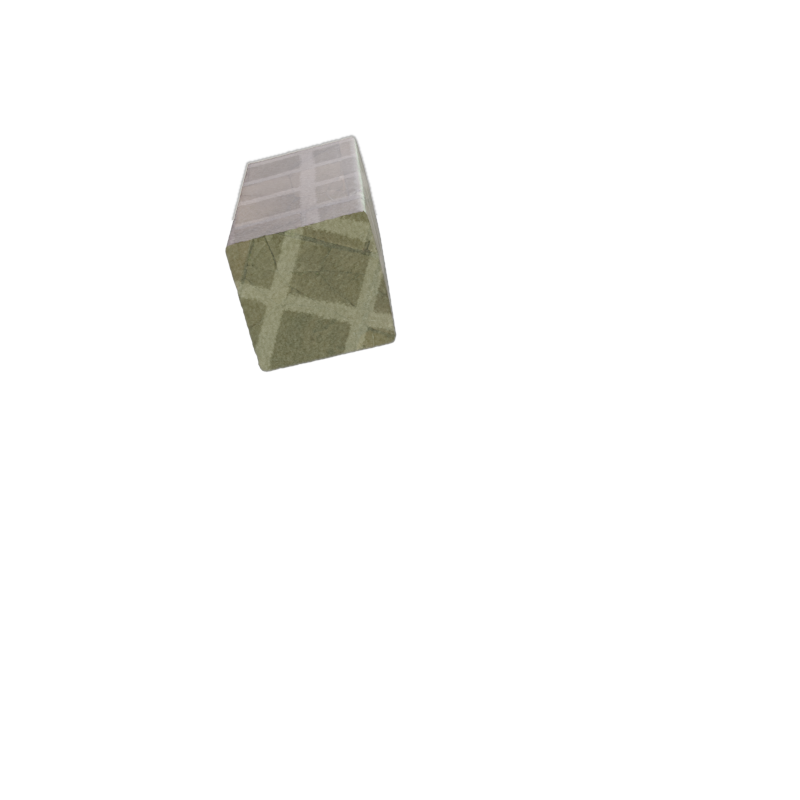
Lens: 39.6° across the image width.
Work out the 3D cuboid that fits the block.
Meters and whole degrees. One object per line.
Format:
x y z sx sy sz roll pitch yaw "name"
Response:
-0.060 -0.110 0.775 0.091 0.086 0.217 -13 24 2 "block"
